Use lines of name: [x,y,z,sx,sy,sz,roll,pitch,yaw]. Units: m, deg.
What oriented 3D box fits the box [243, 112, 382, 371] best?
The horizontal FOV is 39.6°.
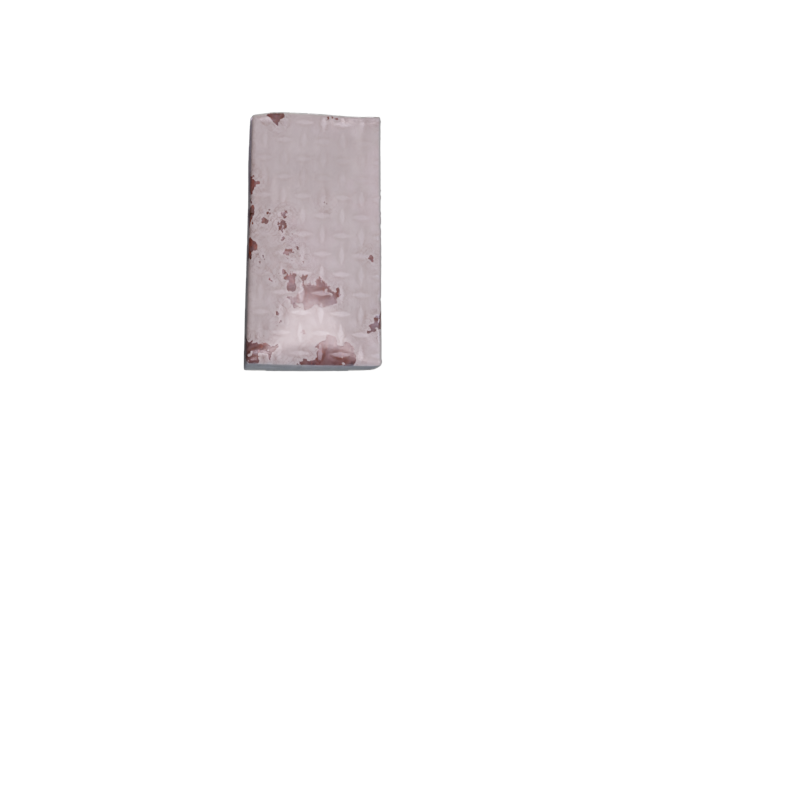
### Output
box: [-0.060,-0.109,0.765,0.092,0.181,0.047,0,-11,-7]
